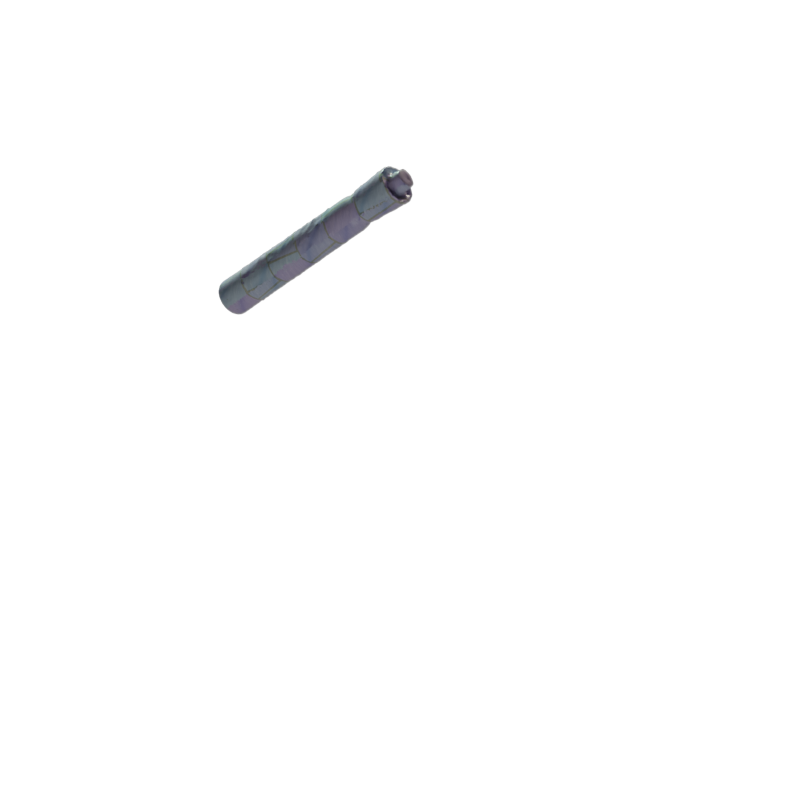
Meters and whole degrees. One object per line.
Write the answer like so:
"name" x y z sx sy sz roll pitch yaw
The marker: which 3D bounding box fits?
"marker" -0.040 -0.073 0.514 0.120 0.021 0.019 -28 -15 36
